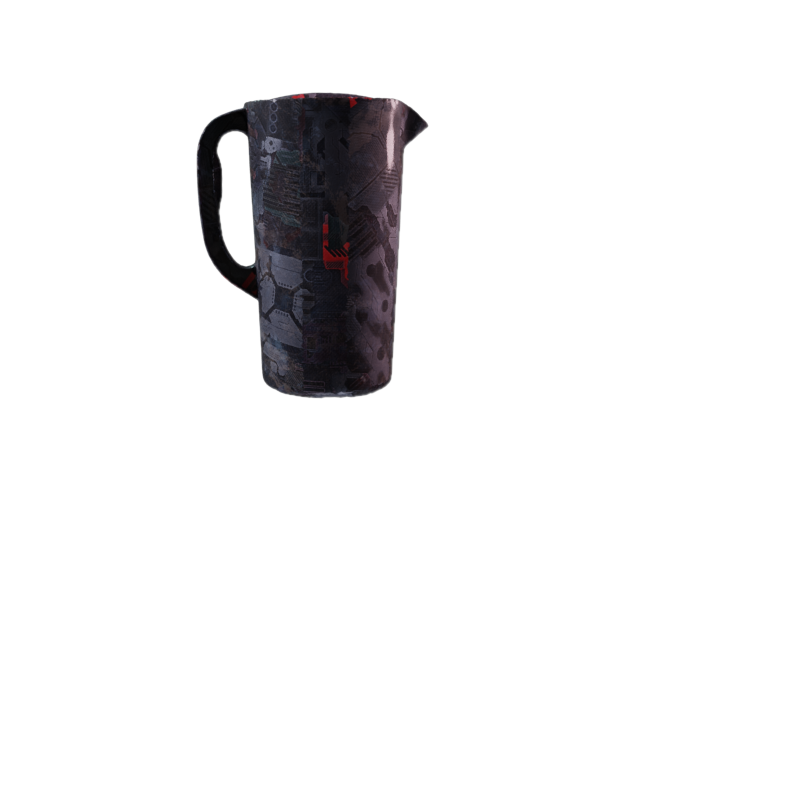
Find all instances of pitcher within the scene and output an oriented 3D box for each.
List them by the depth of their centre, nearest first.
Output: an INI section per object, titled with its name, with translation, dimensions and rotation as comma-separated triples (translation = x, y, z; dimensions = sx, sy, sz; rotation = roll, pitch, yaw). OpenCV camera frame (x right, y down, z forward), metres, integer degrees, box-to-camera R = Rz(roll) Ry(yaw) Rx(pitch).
[pitcher]
translation = -0.071, -0.130, 0.912
dimensions = 0.156, 0.240, 0.140
rotation = 5, 8, 39
